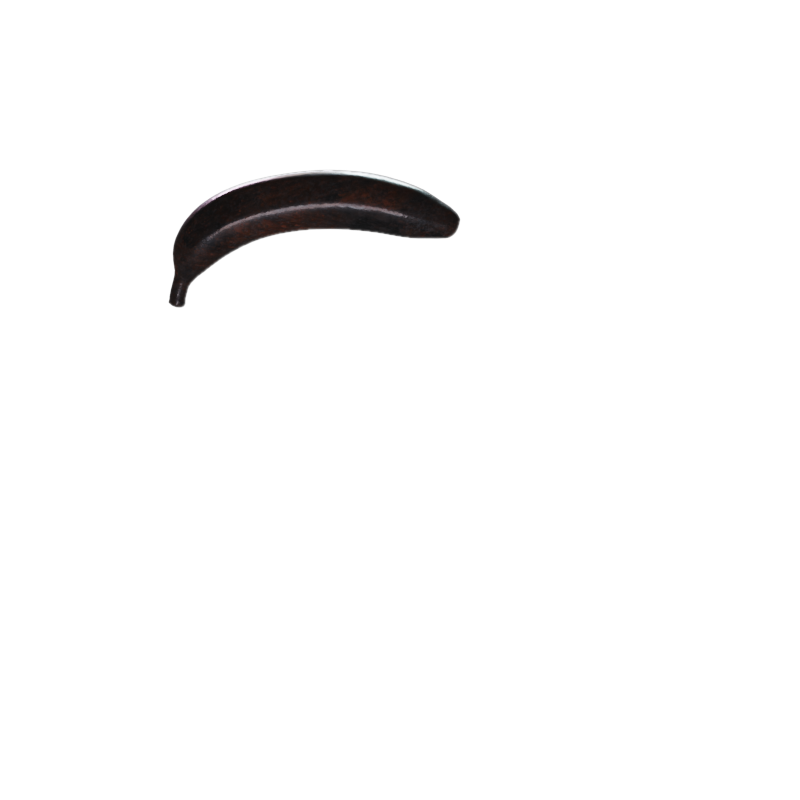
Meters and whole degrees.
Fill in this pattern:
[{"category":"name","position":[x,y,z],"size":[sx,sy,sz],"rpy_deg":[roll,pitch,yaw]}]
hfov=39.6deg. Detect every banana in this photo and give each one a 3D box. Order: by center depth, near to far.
[{"category":"banana","position":[-0.065,-0.115,0.710],"size":[0.199,0.064,0.039],"rpy_deg":[-12,39,10]}]
